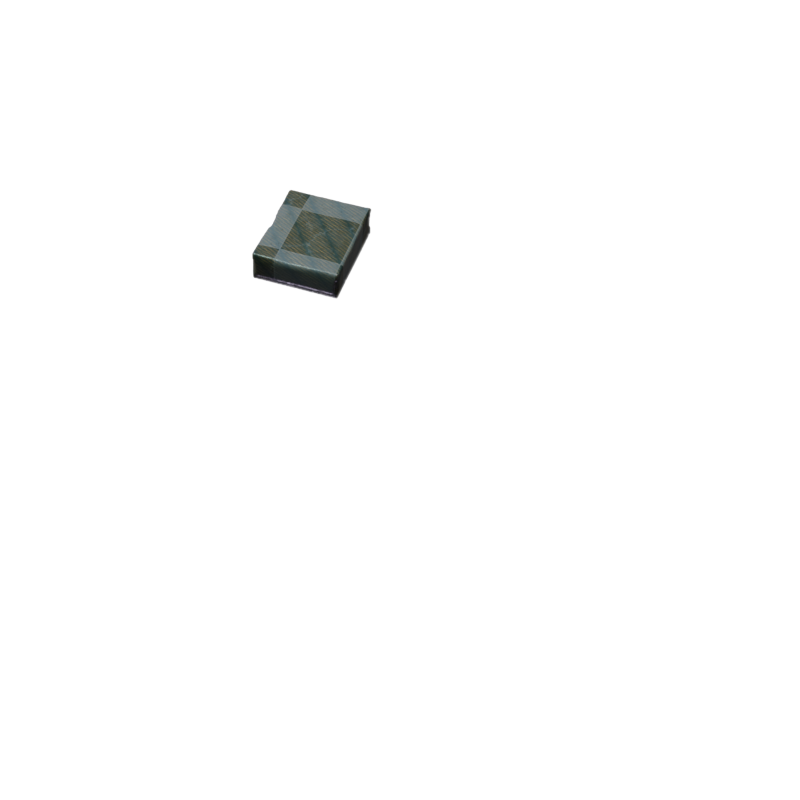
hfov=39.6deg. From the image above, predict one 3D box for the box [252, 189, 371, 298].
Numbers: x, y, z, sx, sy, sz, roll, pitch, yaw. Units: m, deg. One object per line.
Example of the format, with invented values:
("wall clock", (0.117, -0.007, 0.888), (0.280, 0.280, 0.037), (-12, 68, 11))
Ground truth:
("box", (-0.071, -0.129, 0.906), (0.075, 0.093, 0.028), (14, -42, 12))
